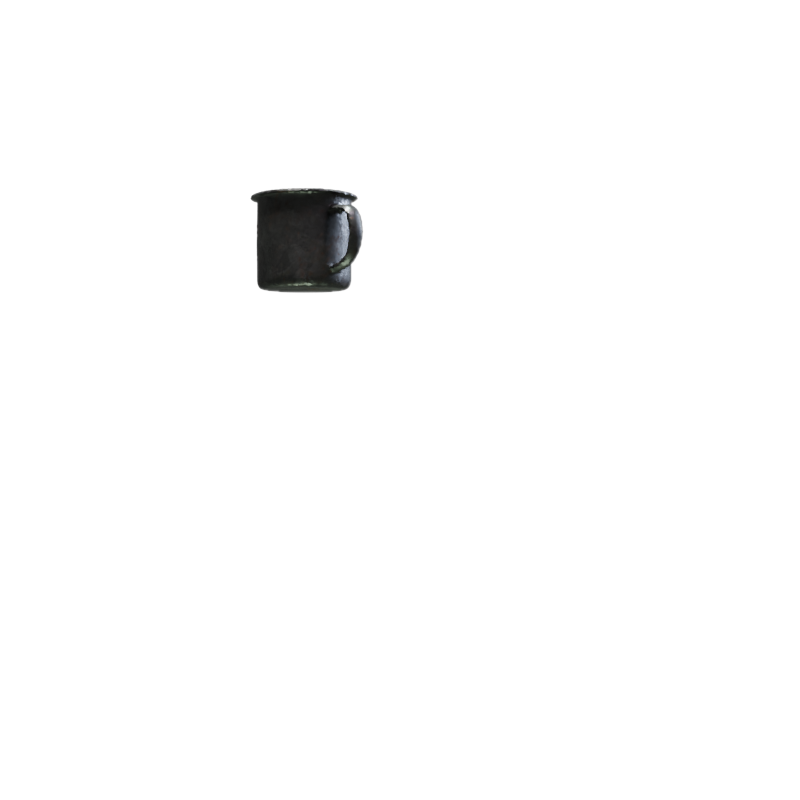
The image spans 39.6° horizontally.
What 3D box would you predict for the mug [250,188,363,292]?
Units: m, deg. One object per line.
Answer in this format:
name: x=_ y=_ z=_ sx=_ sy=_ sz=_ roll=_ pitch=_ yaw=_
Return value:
mug: x=-0.075 y=-0.136 z=0.952 sx=0.089 sy=0.083 sz=0.121 roll=2 pitch=-3 yaw=-45
